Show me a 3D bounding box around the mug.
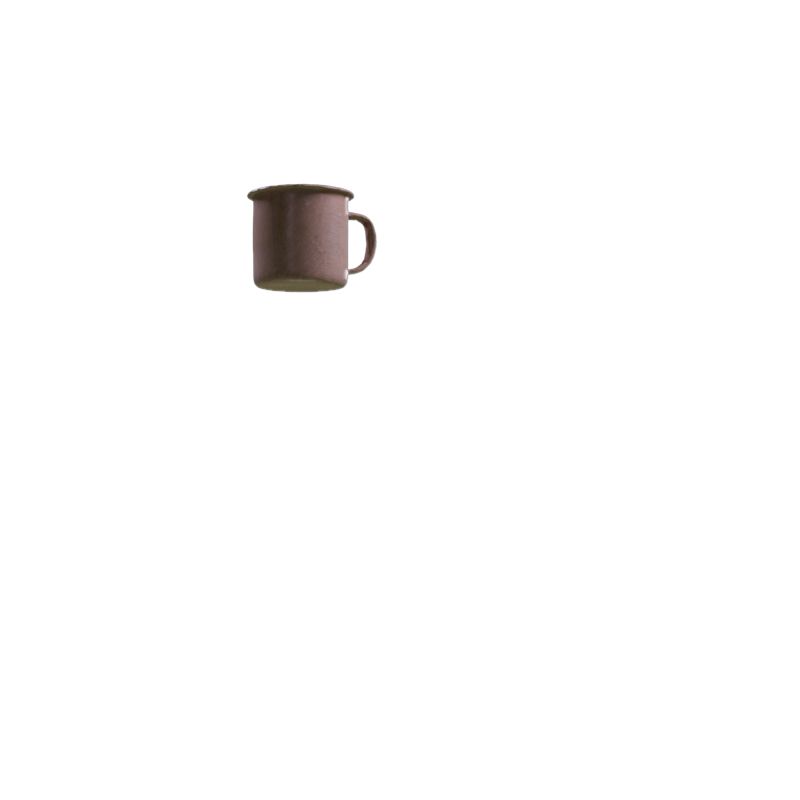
[{"bbox_3d":[-0.075,-0.137,0.958,0.113,0.083,0.095,2,-5,-26],"label":"mug"}]
